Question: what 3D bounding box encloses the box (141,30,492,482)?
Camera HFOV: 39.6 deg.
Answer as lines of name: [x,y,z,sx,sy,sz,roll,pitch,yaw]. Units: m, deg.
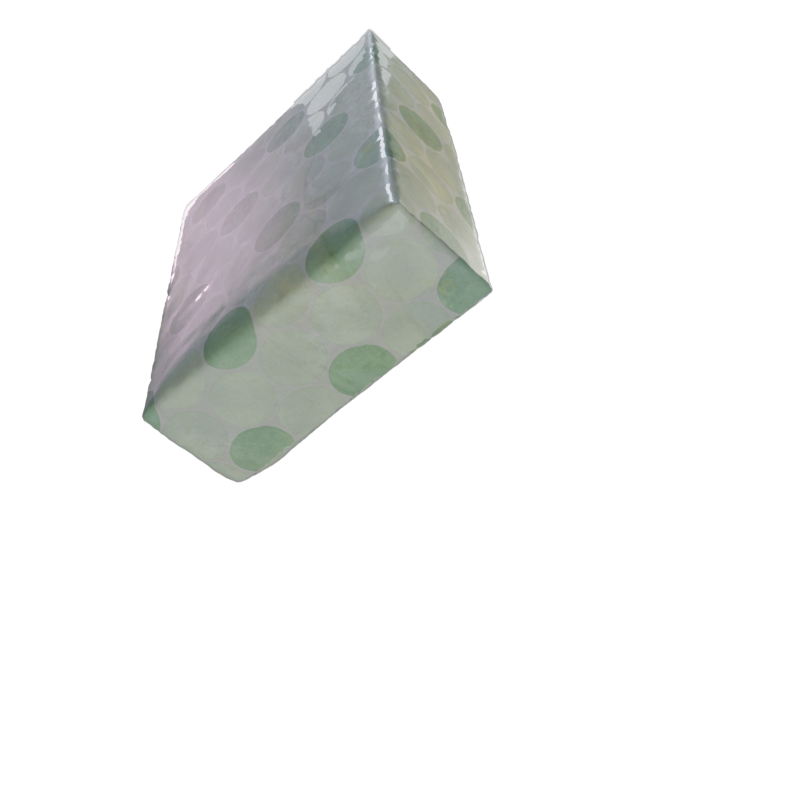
box: [-0.046,-0.083,0.584,0.162,0.068,0.228,-38,29,21]
